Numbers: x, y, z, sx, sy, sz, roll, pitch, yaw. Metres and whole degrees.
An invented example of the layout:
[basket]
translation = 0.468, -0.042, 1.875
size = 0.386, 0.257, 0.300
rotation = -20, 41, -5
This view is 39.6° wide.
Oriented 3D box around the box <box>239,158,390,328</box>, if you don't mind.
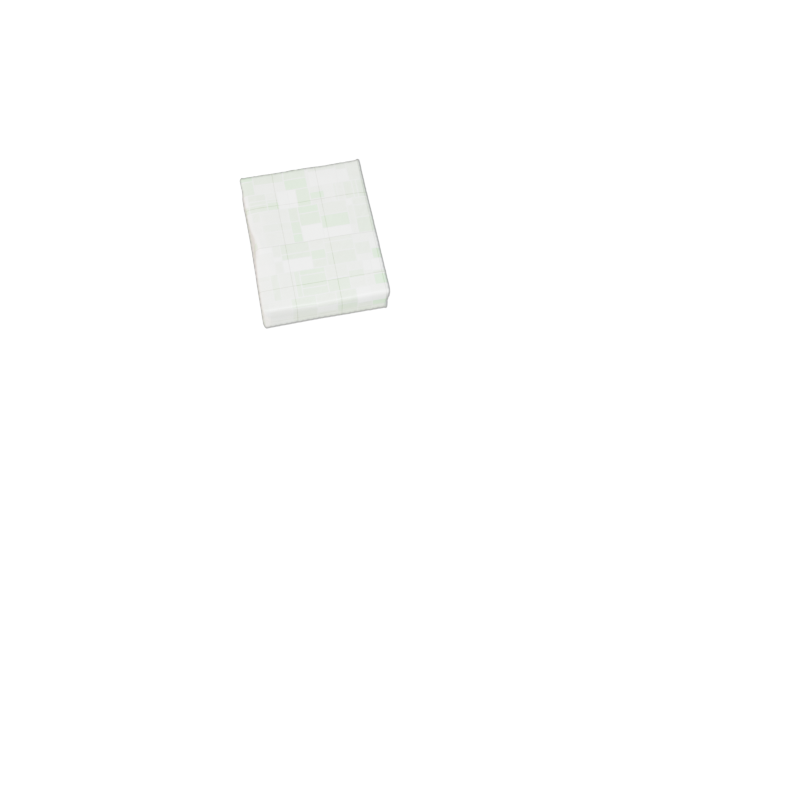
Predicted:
[box]
translation = -0.051, -0.092, 0.645
size = 0.073, 0.094, 0.029
rotation = -10, -22, -5
